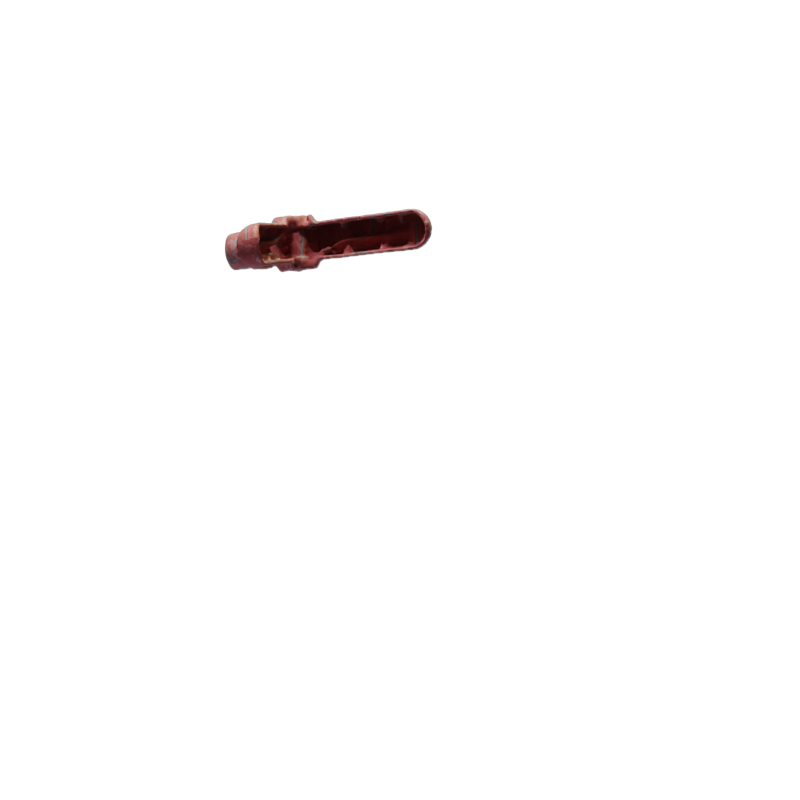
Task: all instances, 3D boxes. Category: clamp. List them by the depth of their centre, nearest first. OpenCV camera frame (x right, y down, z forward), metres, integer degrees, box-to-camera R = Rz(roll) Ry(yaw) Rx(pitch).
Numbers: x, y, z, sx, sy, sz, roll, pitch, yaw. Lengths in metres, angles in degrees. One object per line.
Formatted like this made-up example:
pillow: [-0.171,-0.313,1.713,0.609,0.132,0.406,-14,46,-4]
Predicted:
clamp: [-0.056,-0.102,0.714,0.118,0.039,0.176,-2,8,-15]
